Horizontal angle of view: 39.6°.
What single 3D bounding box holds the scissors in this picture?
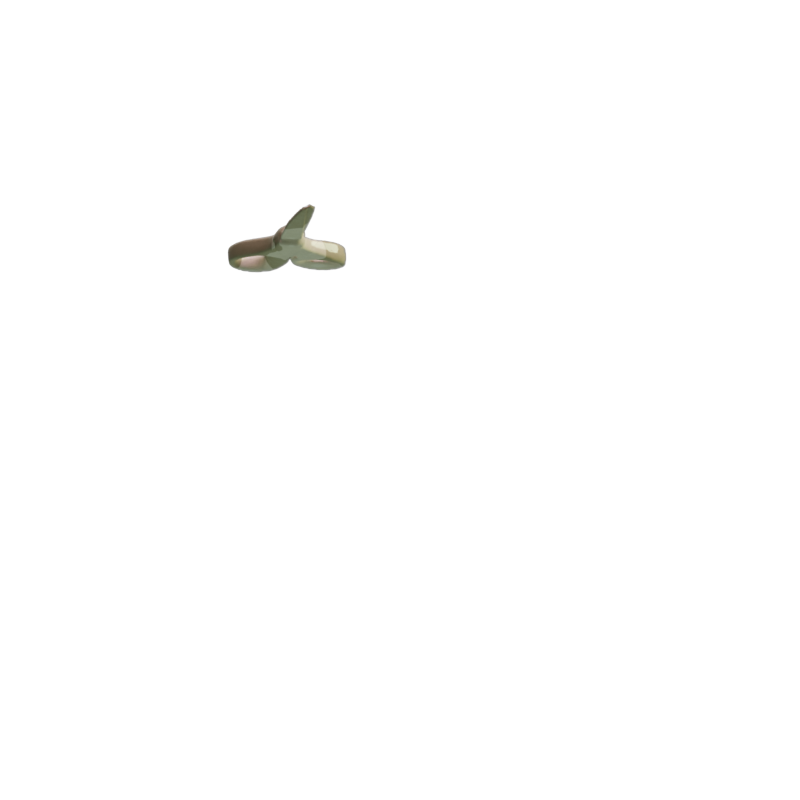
[{"bbox_3d":[-0.060,-0.109,0.765,0.093,0.016,0.205,1,-3,-26],"label":"scissors"}]
